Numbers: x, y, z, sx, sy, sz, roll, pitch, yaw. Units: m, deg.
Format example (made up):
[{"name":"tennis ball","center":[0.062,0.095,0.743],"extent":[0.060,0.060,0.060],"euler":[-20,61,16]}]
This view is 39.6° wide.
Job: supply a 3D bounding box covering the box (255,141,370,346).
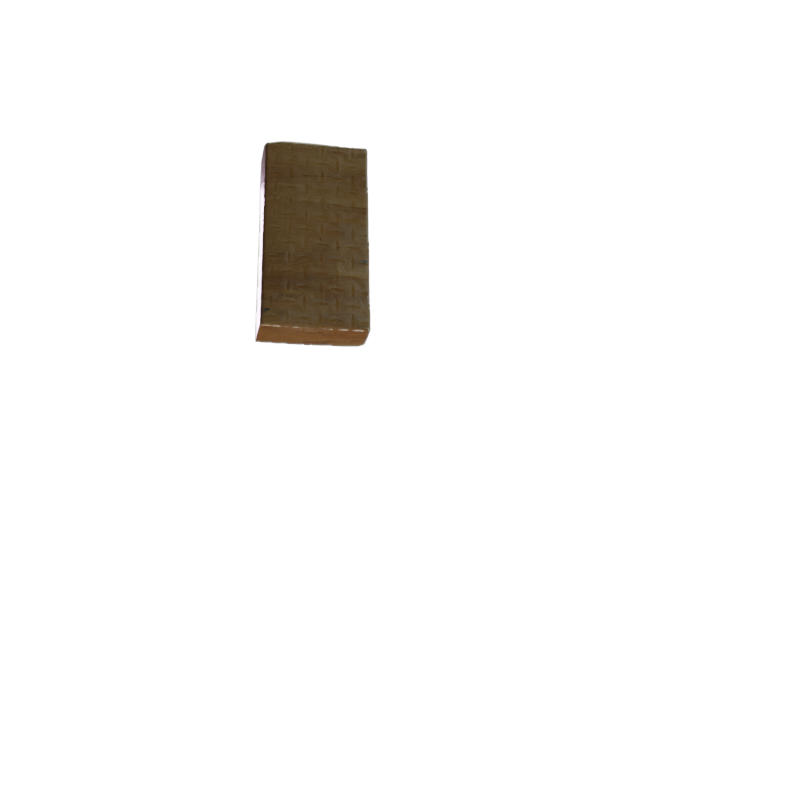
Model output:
[{"name":"box","center":[-0.074,-0.135,0.943],"extent":[0.092,0.186,0.046],"euler":[2,-24,-9]}]
